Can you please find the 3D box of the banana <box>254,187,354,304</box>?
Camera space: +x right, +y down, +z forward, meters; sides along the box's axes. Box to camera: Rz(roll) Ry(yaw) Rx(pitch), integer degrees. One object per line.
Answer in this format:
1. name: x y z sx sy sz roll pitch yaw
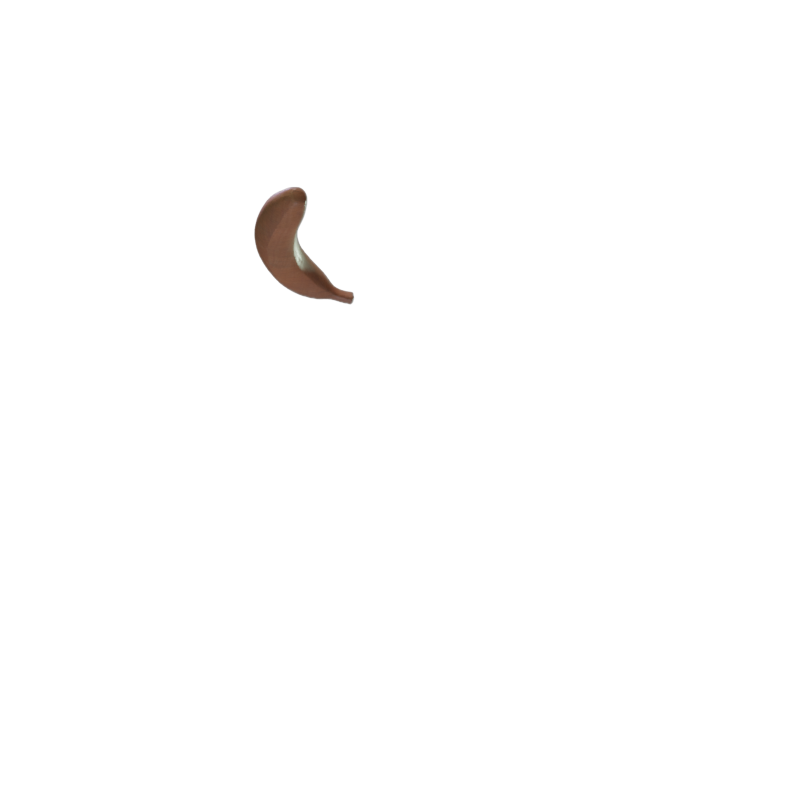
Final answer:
1. banana: -0.094 -0.136 0.981 0.070 0.039 0.185 -5 -22 10
